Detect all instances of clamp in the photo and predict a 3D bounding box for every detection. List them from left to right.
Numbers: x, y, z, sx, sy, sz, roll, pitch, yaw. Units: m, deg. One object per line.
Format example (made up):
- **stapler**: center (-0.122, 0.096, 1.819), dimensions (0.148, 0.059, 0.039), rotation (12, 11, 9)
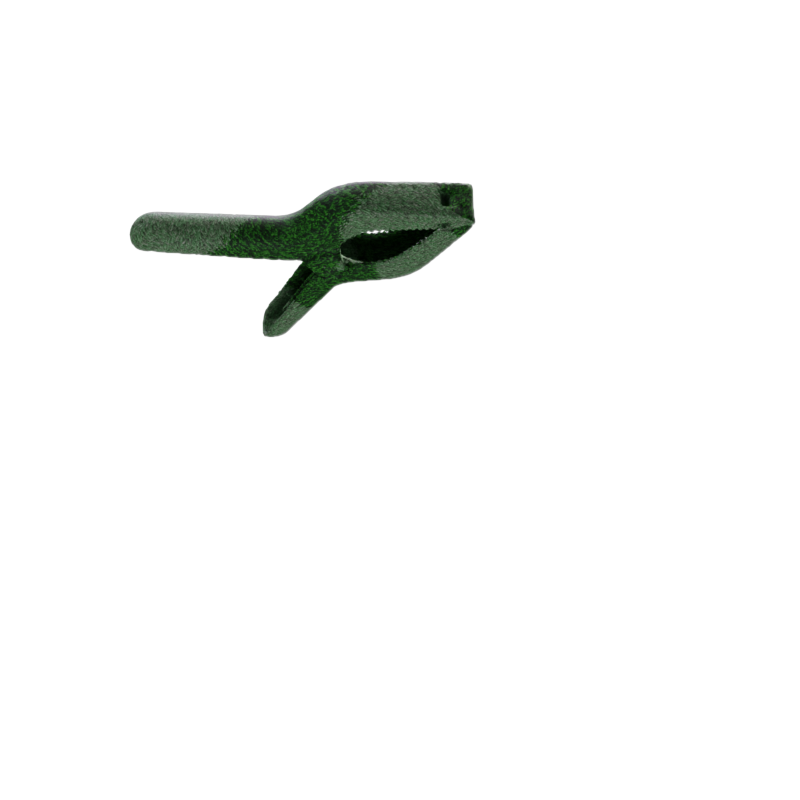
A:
- **clamp**: center (-0.055, -0.101, 0.708), dimensions (0.213, 0.038, 0.153), rotation (-16, -28, 32)
